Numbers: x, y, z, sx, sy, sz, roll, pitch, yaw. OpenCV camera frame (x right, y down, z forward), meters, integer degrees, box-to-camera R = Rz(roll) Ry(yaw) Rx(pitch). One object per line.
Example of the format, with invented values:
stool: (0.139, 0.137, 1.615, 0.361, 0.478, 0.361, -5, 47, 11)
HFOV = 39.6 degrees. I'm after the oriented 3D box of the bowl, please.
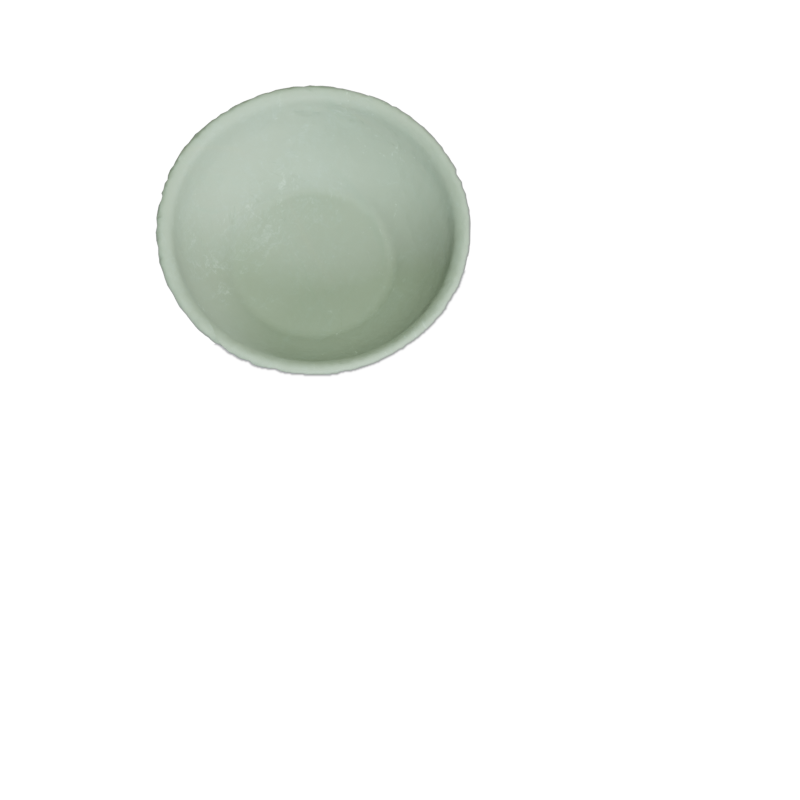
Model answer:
bowl: (-0.046, -0.084, 0.591, 0.162, 0.170, 0.052, -1, -21, -1)
